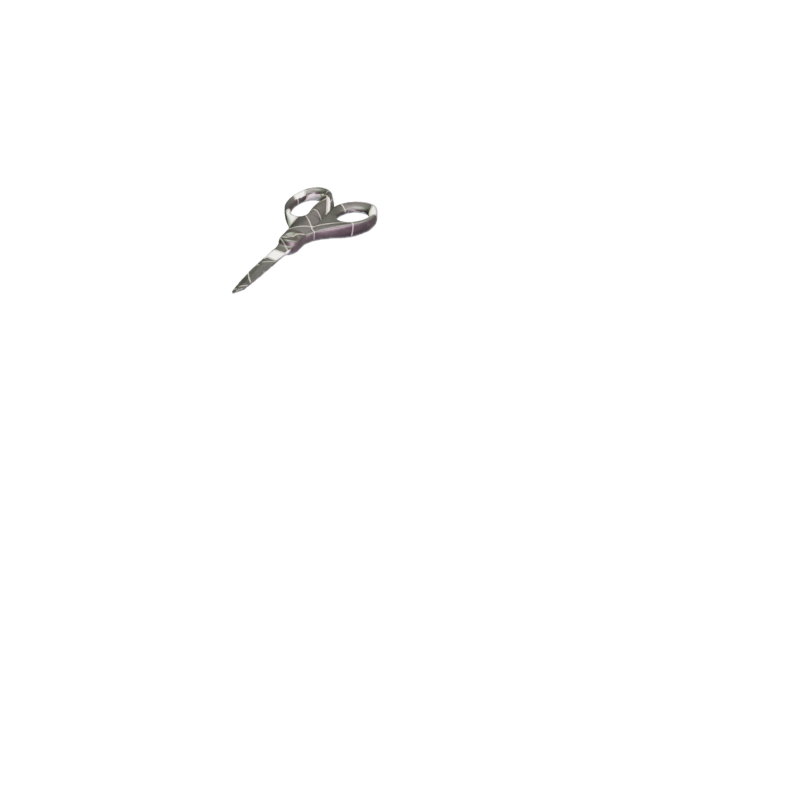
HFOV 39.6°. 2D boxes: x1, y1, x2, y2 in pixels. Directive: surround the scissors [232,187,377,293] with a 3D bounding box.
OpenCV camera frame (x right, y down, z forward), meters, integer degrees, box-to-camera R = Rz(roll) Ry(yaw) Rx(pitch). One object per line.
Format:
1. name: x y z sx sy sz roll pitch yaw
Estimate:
1. scissors: -0.077 -0.140 0.979 0.097 0.015 0.212 4 34 6
